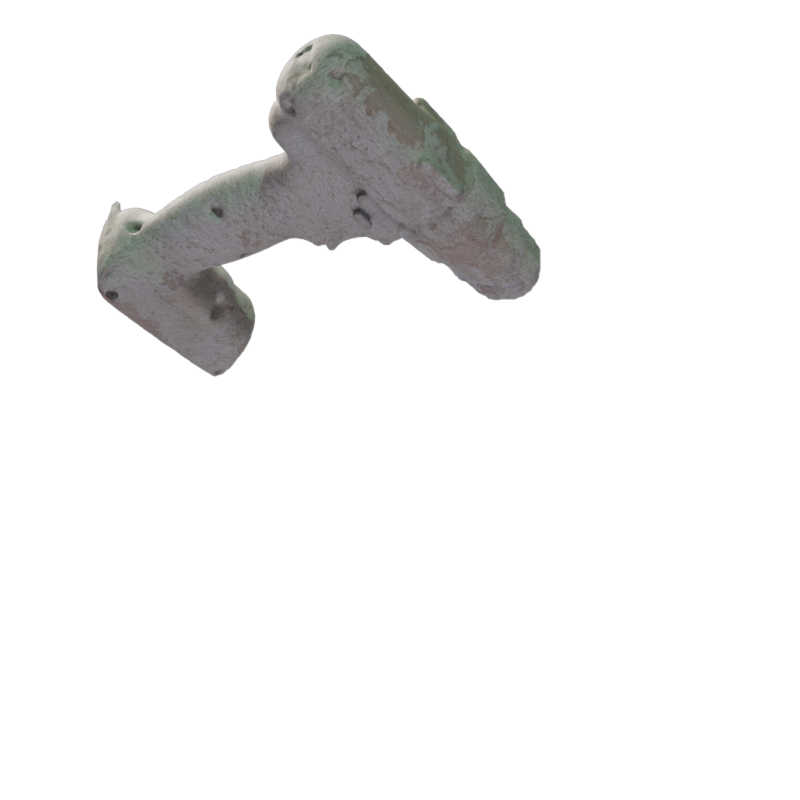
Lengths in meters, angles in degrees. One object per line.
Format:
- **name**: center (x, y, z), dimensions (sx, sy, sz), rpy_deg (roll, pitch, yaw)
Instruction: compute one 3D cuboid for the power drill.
- **power drill**: center (-0.044, -0.080, 0.560), dimensions (0.188, 0.062, 0.171), rpy_deg (-26, -48, 26)
